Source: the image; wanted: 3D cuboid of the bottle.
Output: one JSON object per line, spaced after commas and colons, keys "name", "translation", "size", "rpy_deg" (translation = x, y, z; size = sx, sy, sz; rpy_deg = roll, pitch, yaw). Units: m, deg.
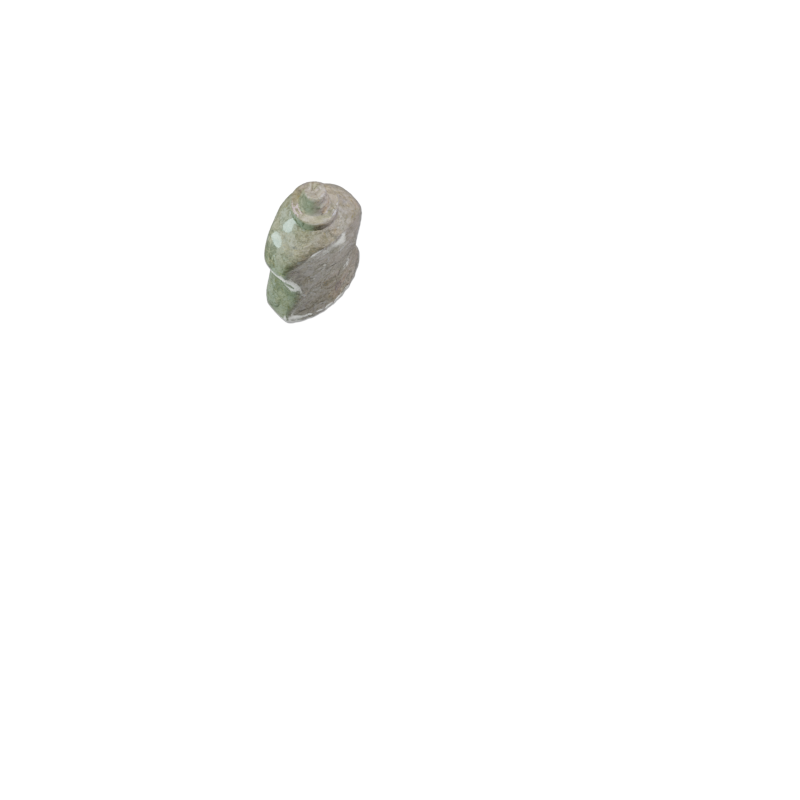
{"name": "bottle", "translation": [-0.076, -0.139, 0.979], "size": [0.097, 0.061, 0.182], "rpy_deg": [-39, -13, -16]}
